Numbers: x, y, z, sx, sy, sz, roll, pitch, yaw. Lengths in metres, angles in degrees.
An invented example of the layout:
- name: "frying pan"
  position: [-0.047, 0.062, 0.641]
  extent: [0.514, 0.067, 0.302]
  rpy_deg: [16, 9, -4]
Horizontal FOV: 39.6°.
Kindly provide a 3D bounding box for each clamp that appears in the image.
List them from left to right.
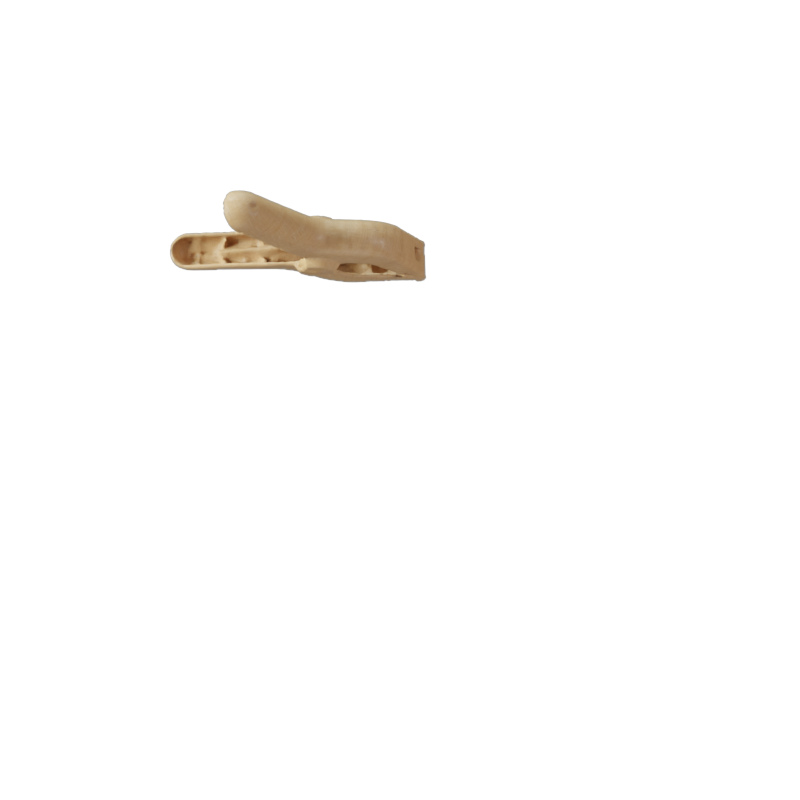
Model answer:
- name: "clamp"
  position: [-0.056, -0.102, 0.718]
  extent: [0.168, 0.040, 0.121]
  rpy_deg: [1, -3, -17]
